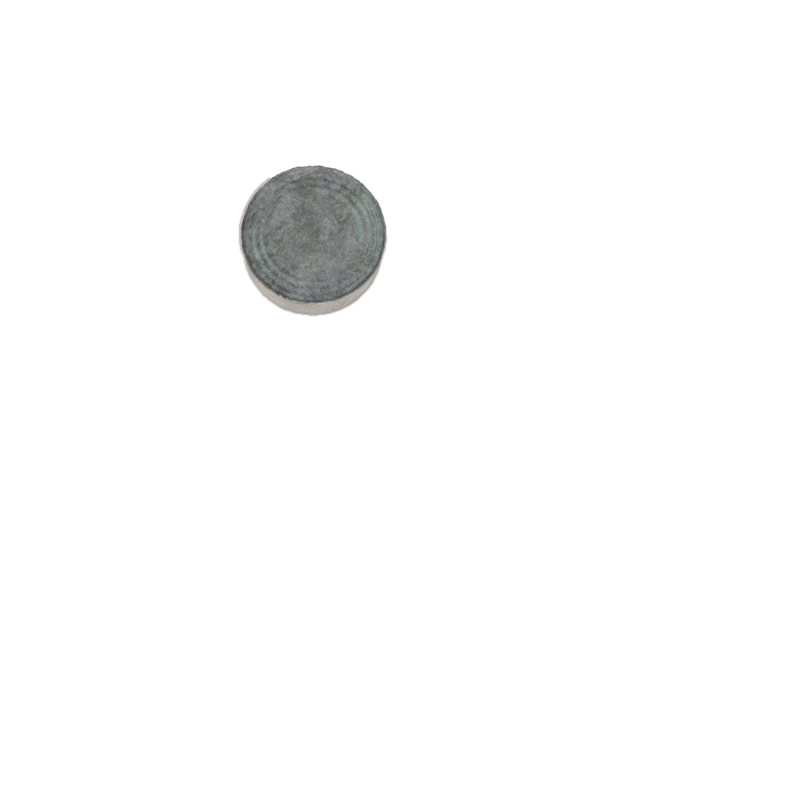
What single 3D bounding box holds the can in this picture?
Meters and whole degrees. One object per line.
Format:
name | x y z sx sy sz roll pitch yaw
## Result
can | -0.052 -0.095 0.664 0.086 0.089 0.032 -1 -17 -1
